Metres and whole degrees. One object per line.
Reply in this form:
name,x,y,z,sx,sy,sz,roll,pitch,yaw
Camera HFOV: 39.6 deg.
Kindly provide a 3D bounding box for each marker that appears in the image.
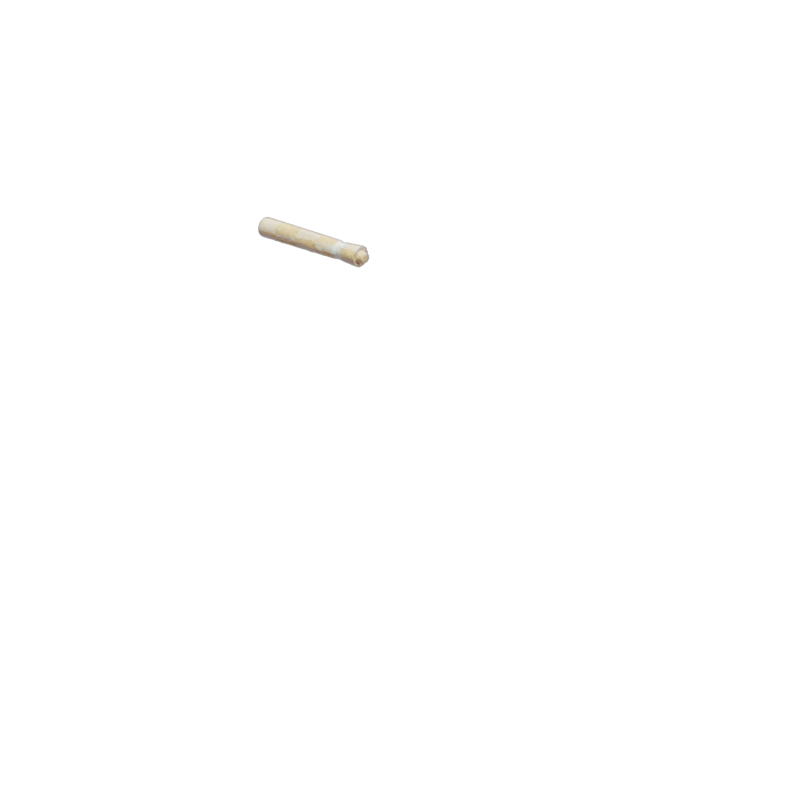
marker,-0.075,-0.137,0.959,0.128,0.019,0.019,22,17,38
